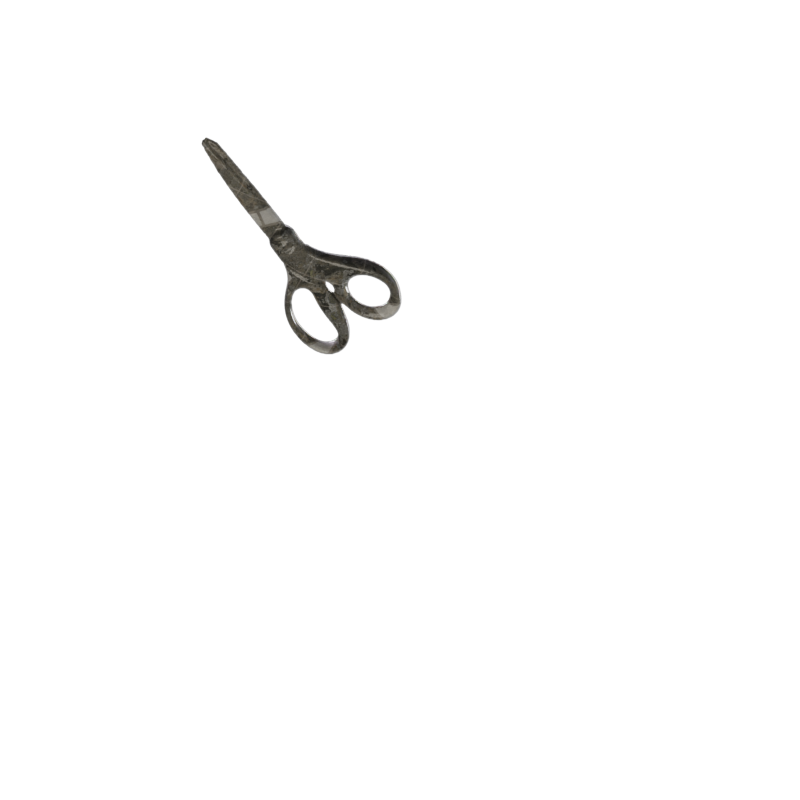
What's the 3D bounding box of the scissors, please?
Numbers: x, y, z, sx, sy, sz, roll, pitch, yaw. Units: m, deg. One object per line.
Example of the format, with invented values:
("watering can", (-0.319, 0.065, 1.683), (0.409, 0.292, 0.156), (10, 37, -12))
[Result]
("scissors", (-0.061, -0.112, 0.784), (0.097, 0.187, 0.017), (-12, 38, 9))
